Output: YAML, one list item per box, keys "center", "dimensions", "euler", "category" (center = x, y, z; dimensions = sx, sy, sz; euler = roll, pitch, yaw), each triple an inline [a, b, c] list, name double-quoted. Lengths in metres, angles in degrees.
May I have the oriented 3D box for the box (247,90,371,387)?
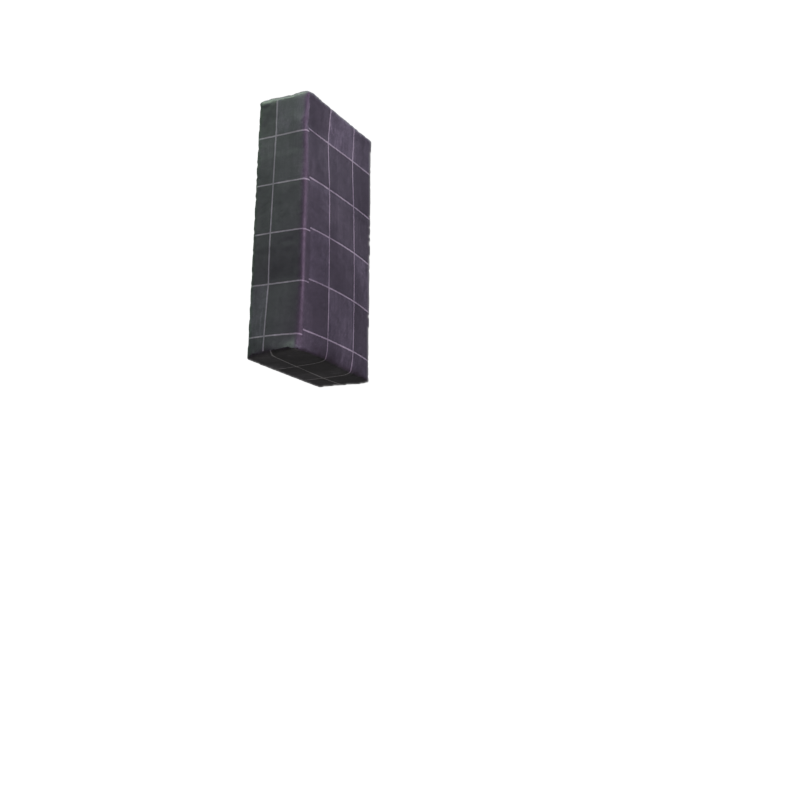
- center: [-0.058, -0.105, 0.735]
  dimensions: [0.049, 0.185, 0.087]
  euler: [-11, -21, 25]
  category: "box"
